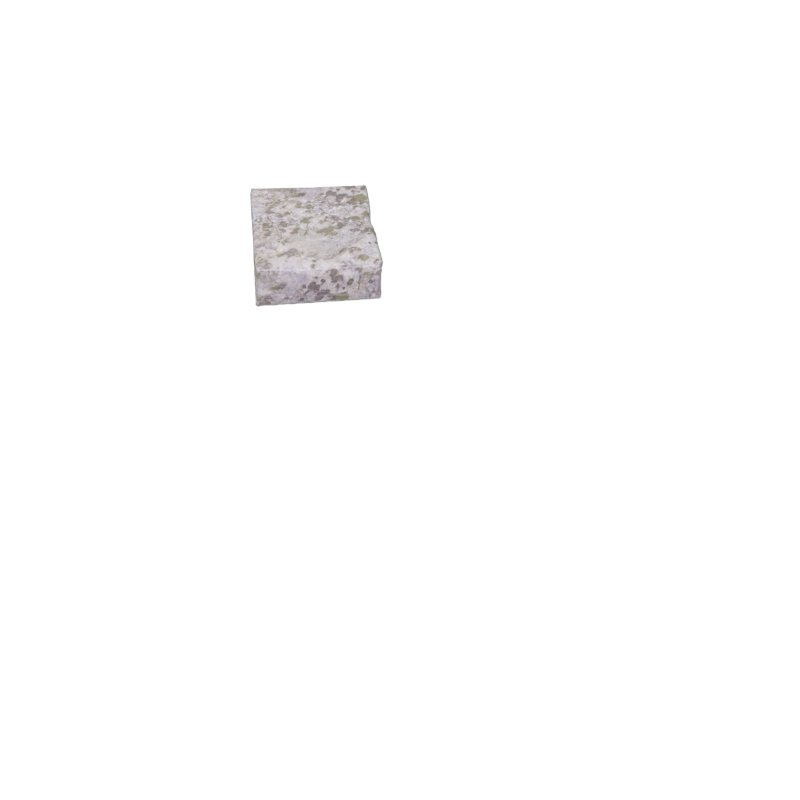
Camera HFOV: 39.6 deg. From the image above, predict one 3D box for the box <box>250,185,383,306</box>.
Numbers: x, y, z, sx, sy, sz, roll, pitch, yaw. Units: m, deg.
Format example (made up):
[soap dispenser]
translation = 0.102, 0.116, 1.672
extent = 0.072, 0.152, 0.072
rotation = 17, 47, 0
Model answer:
[box]
translation = -0.052, -0.094, 0.662
extent = 0.073, 0.028, 0.096
rotation = -3, 39, -5
